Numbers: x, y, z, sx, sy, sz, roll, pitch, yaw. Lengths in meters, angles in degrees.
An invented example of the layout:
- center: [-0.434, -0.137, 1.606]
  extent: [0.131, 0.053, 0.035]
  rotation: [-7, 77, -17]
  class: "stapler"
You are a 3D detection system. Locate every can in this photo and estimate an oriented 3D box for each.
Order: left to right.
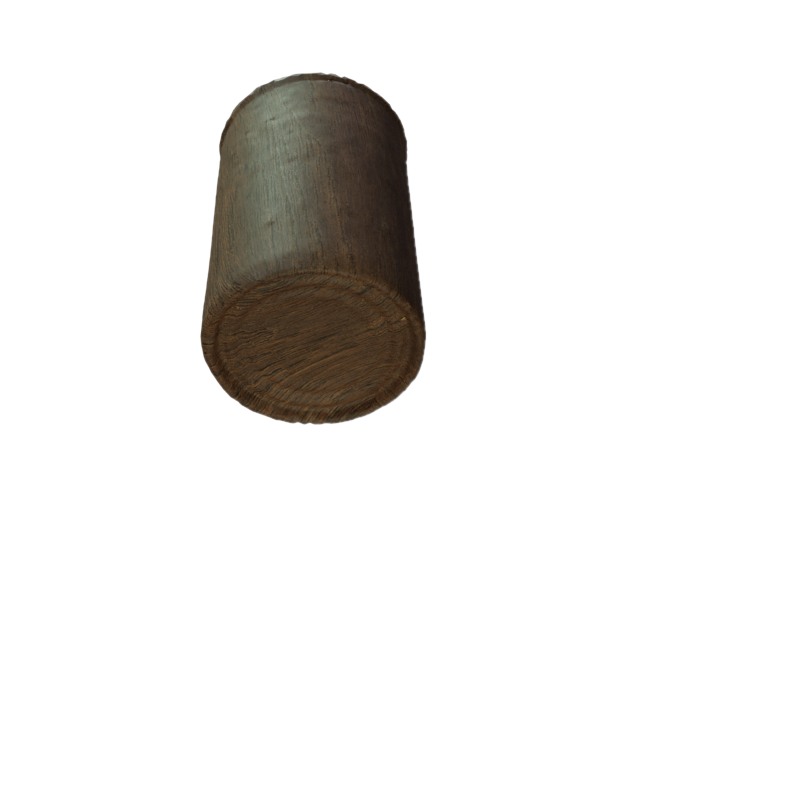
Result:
- center: [-0.028, -0.052, 0.363]
  extent: [0.068, 0.064, 0.110]
  rotation: [-1, 44, -3]
  class: "can"
